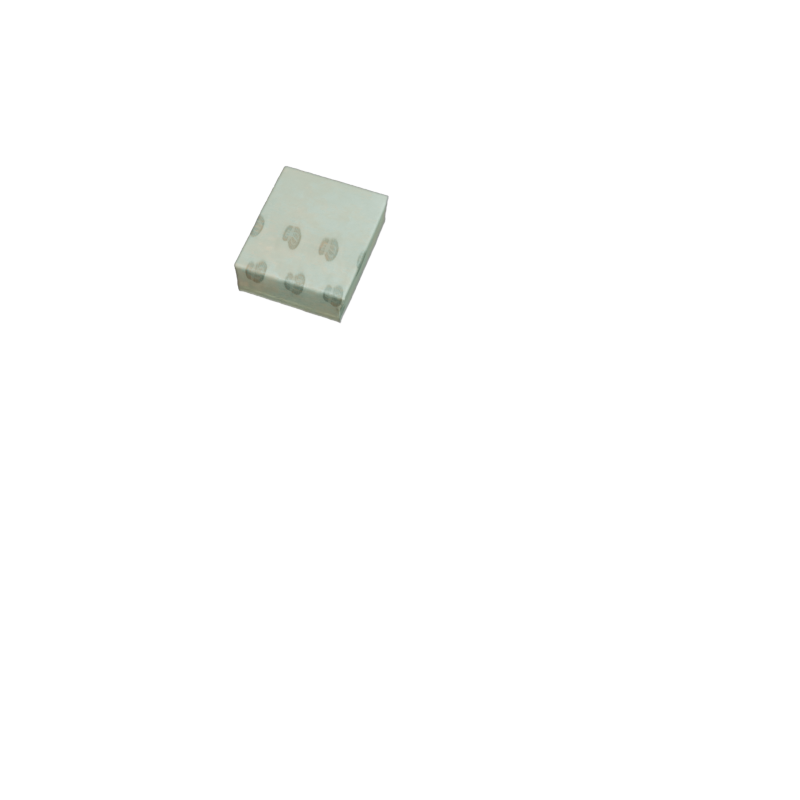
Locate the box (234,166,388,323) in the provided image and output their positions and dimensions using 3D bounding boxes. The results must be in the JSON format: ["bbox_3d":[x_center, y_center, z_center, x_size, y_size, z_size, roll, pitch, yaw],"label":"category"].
[{"bbox_3d":[-0.068,-0.125,0.873,0.092,0.119,0.036,16,-32,9],"label":"box"}]
